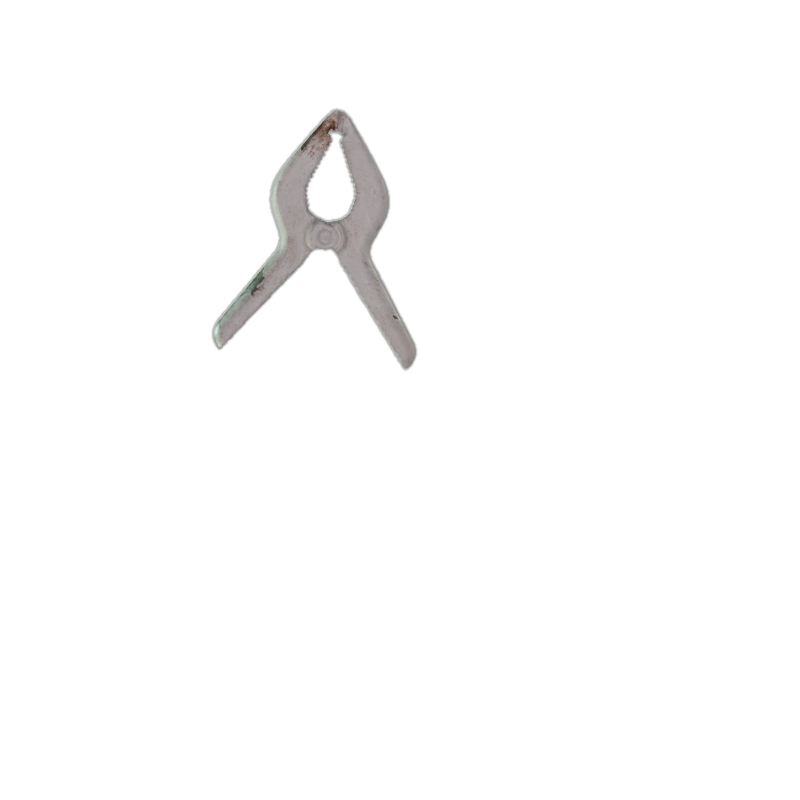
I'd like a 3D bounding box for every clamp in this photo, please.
[{"bbox_3d":[-0.070,-0.128,0.894,0.164,0.207,0.037,-1,5,0],"label":"clamp"}]
